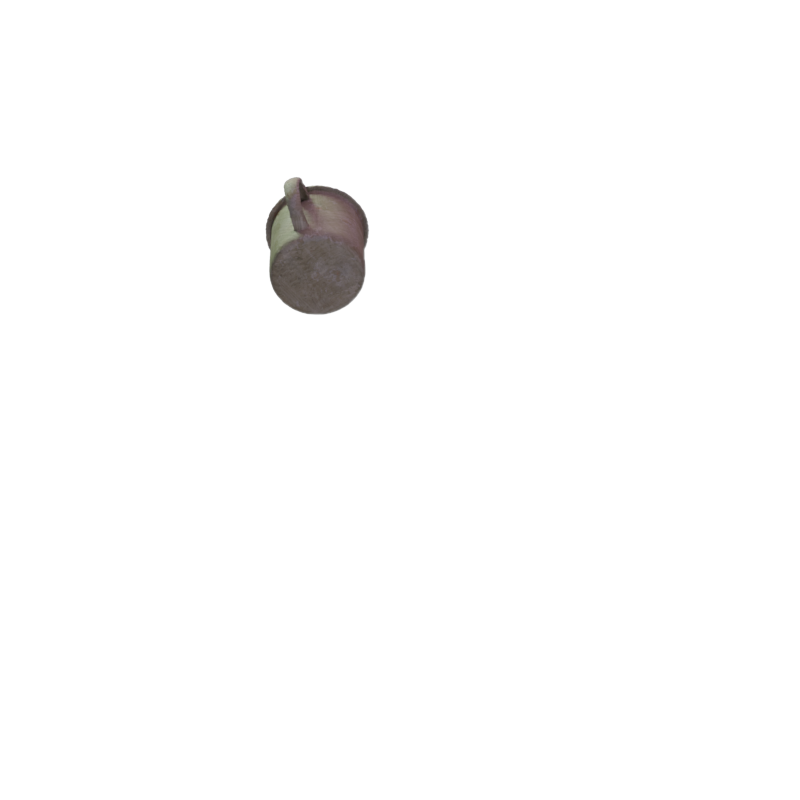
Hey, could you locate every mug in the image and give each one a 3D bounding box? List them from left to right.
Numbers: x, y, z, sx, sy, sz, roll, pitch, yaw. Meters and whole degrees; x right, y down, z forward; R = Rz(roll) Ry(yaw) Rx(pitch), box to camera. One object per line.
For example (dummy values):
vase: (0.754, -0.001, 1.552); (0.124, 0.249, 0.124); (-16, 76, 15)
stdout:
mug: (-0.075, -0.137, 0.957); (0.094, 0.109, 0.087); (-14, 32, 7)
